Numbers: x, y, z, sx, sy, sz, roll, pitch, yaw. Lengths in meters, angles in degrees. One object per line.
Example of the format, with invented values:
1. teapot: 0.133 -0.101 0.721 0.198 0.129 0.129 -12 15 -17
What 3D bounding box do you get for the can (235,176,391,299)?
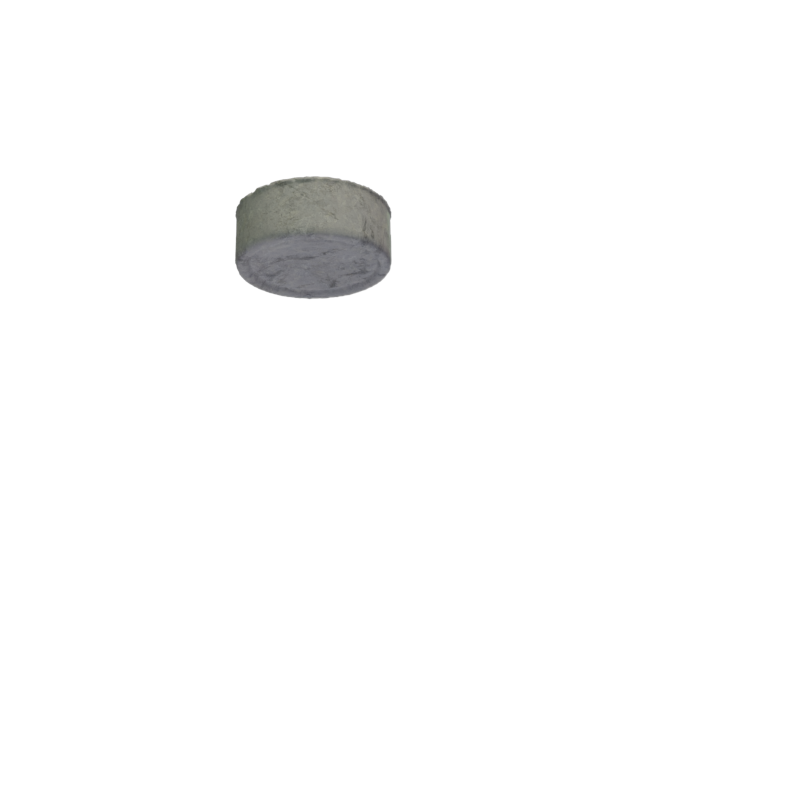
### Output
1. can: -0.047 -0.086 0.604 0.086 0.035 0.082 0 -20 -2
